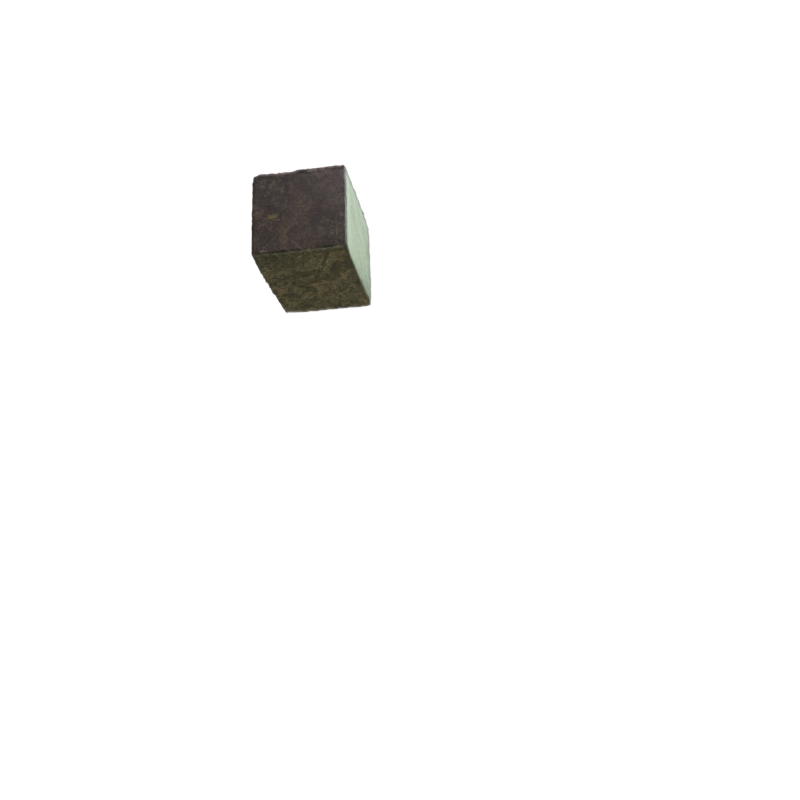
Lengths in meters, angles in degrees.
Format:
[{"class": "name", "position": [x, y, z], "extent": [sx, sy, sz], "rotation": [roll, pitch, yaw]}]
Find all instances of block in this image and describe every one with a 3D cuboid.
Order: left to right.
[{"class": "block", "position": [-0.048, -0.088, 0.619], "extent": [0.053, 0.054, 0.073], "rotation": [-5, -23, 8]}]
